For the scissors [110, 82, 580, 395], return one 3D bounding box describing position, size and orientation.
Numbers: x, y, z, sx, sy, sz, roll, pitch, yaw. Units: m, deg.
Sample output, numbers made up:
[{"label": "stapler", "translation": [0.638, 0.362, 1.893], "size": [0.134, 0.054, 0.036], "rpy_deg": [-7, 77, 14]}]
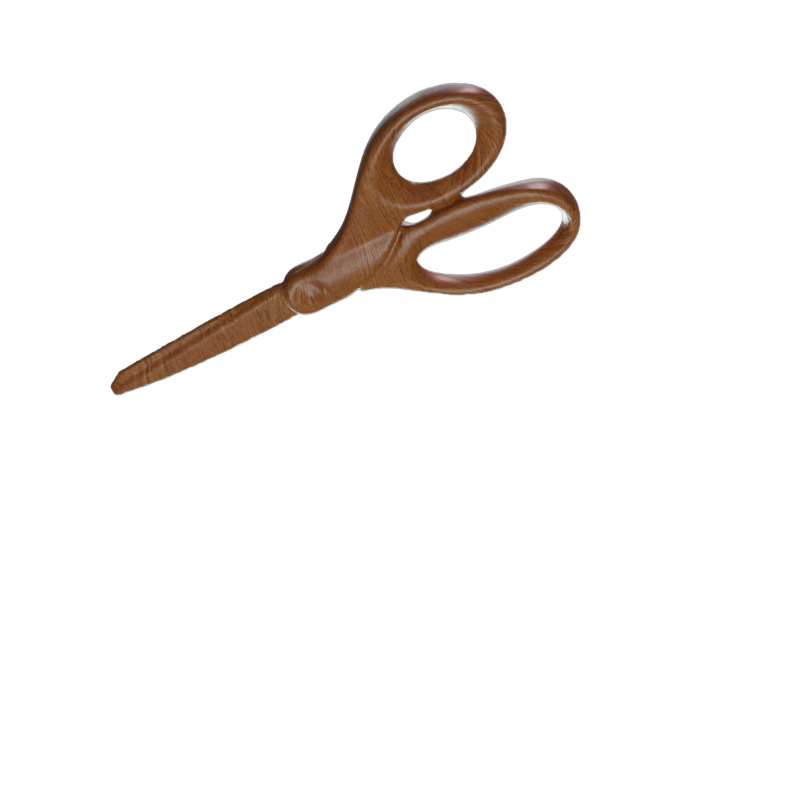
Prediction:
[{"label": "scissors", "translation": [-0.033, -0.061, 0.428], "size": [0.203, 0.090, 0.017], "rpy_deg": [-13, 31, 8]}]
